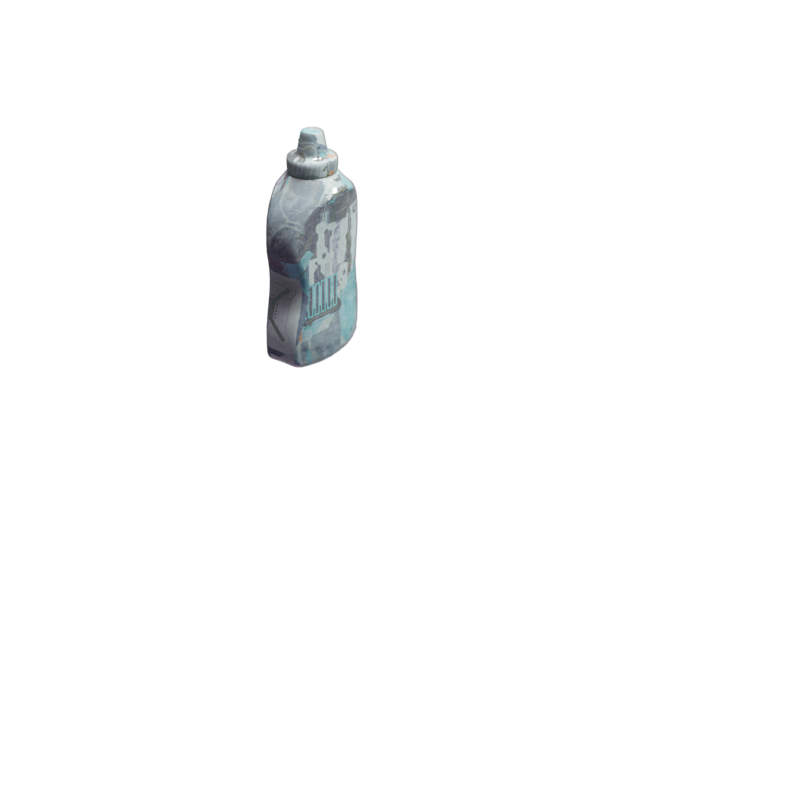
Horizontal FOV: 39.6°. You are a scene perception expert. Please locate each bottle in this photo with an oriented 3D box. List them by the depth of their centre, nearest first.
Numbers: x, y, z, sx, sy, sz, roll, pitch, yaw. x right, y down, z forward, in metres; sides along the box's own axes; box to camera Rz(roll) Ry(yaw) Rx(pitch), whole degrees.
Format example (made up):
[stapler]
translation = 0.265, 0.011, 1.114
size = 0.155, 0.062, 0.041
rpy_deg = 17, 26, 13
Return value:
[bottle]
translation = -0.071, -0.129, 0.903
size = 0.061, 0.181, 0.097
rpy_deg = 18, 32, 28
